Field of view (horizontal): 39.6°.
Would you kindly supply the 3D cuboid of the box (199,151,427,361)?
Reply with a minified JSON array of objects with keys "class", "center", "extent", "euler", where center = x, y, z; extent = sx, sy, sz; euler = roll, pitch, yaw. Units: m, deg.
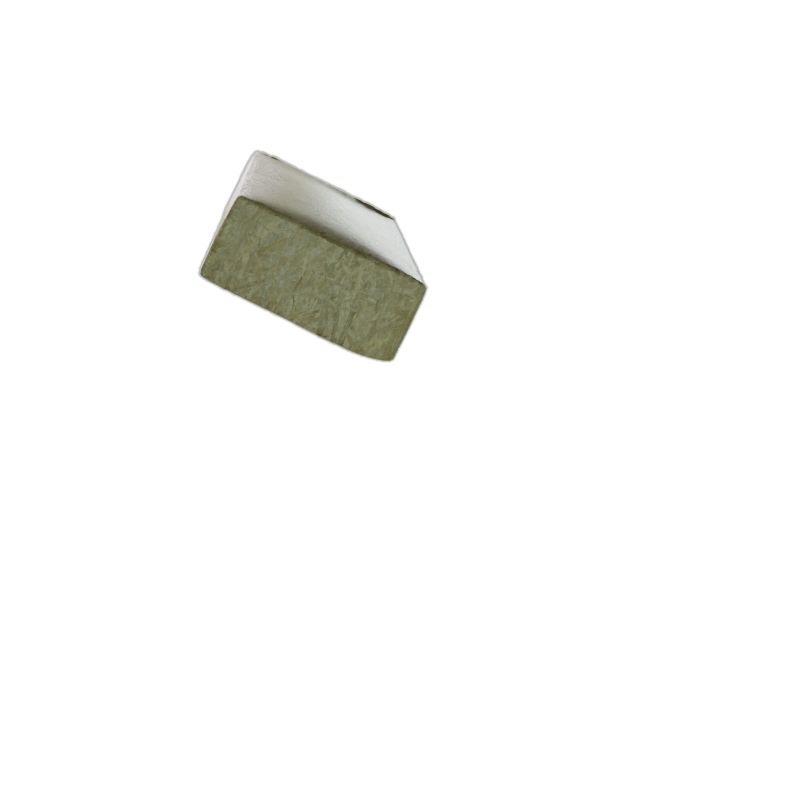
[{"class":"box","center":[-0.043,-0.079,0.554],"extent":[0.091,0.047,0.184],"euler":[25,17,-12]}]
